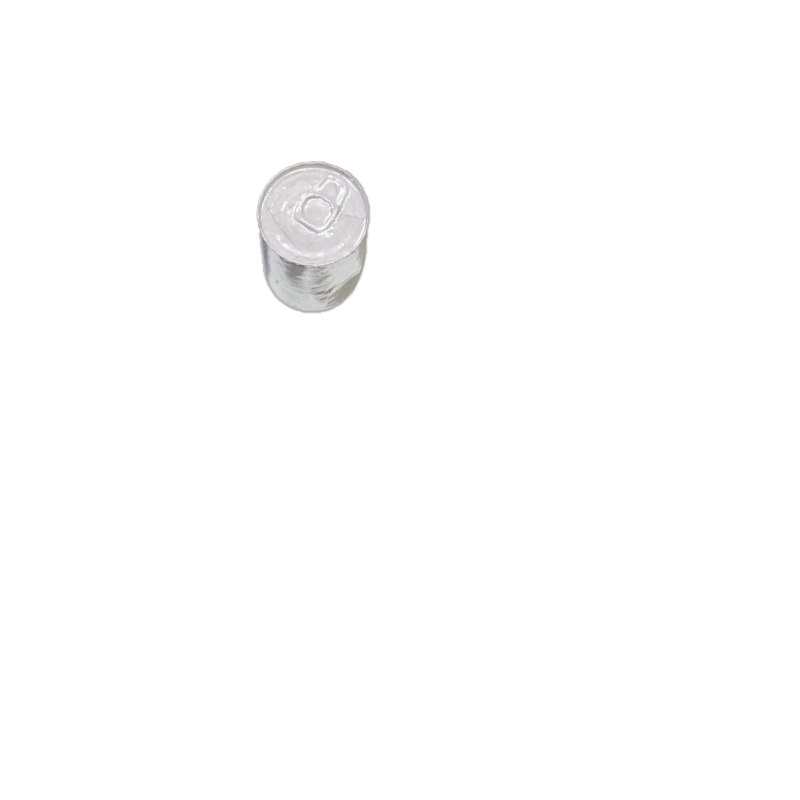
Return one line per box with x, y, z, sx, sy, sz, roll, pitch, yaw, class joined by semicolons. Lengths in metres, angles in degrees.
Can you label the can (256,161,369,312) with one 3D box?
-0.056;-0.101;0.710;0.068;0.071;0.098;0;-15;-3;can
